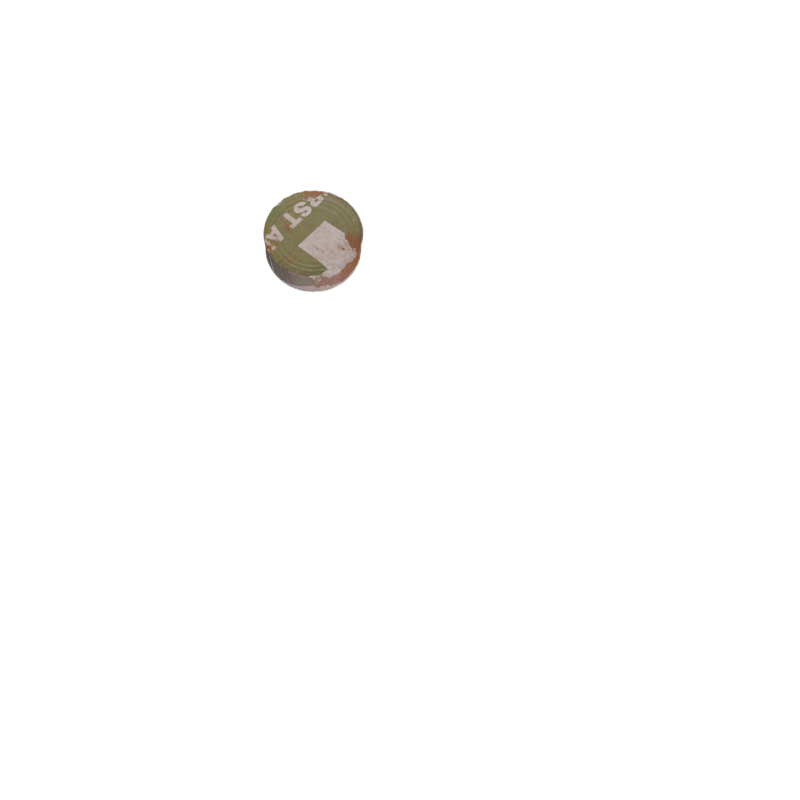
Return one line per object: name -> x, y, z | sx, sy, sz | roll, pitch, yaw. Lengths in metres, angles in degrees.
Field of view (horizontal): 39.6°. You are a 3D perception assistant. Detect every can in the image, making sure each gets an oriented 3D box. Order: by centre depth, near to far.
can -> -0.076, -0.138, 0.965 | 0.086, 0.091, 0.032 | -1, -27, -1
